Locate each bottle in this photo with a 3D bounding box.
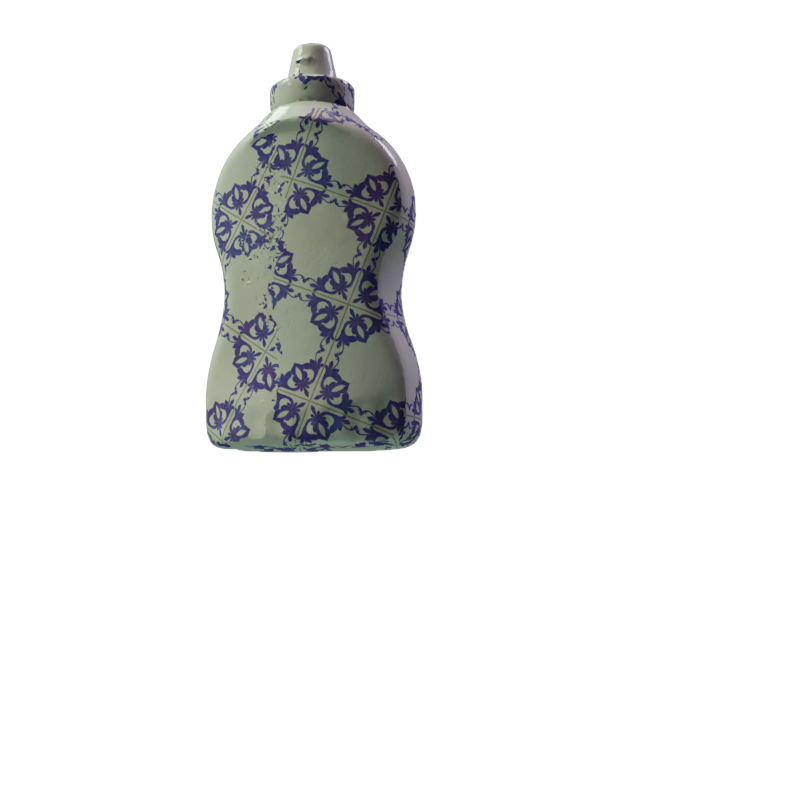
[{"bbox_3d":[-0.041,-0.074,0.517,0.098,0.198,0.055,-5,-13,20],"label":"bottle"}]
